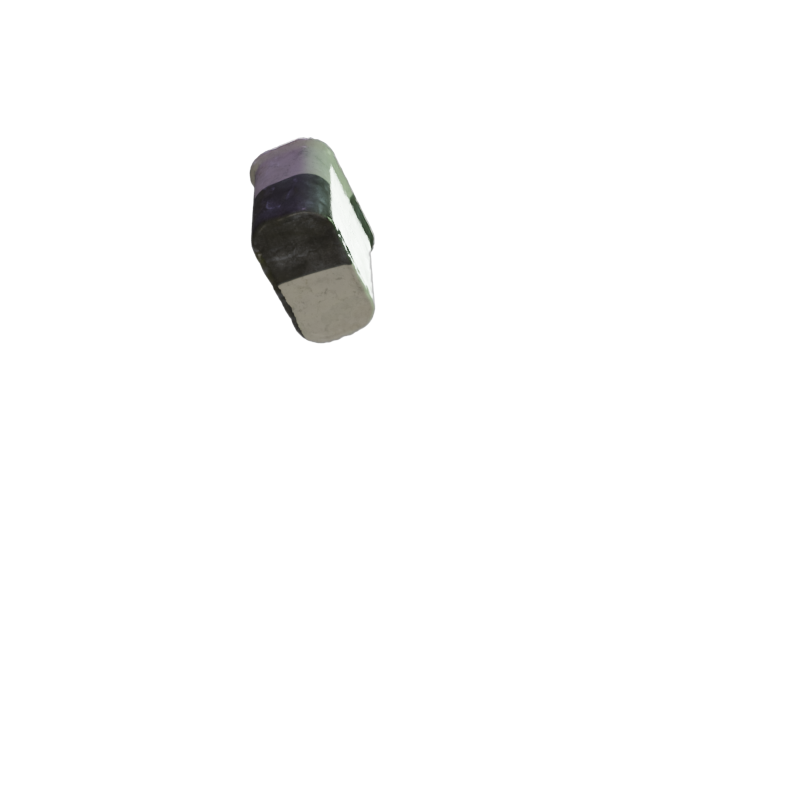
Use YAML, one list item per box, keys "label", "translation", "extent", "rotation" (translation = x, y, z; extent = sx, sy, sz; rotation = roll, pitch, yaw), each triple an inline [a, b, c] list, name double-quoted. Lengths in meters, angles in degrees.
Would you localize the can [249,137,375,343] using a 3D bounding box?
- label: "can"
  translation: [-0.054, -0.099, 0.691]
  extent: [0.058, 0.095, 0.090]
  rotation: [-20, 35, 12]
